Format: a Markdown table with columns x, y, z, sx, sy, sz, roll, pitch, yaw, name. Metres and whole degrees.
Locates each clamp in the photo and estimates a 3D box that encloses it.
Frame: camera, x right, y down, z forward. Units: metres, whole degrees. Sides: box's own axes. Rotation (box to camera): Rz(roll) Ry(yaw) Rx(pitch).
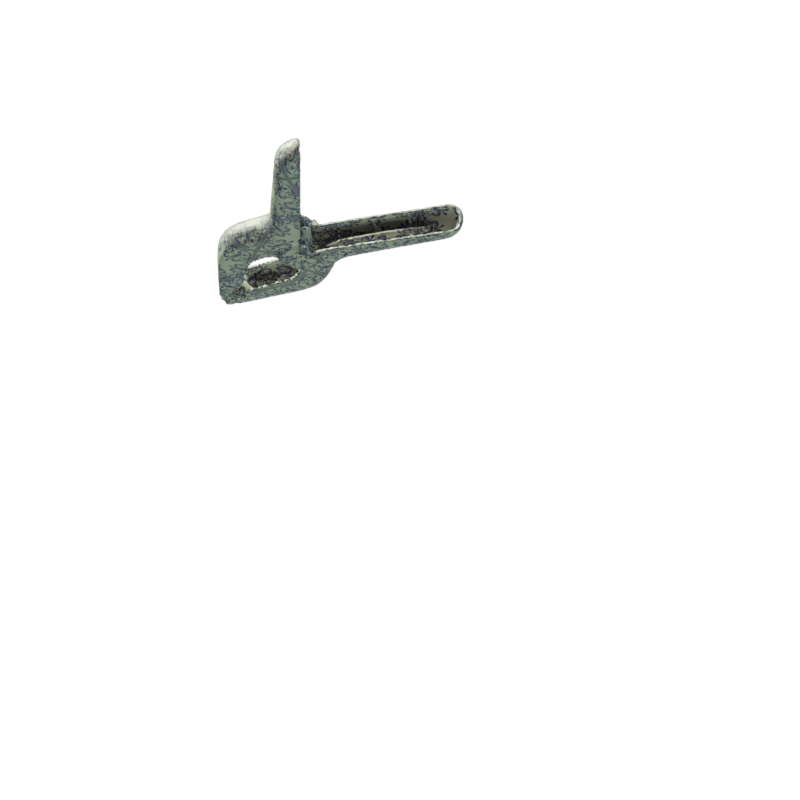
| x | y | z | sx | sy | sz | roll | pitch | yaw | name |
| --- | --- | --- | --- | --- | --- | --- | --- | --- | --- |
| -0.067 | -0.122 | 0.852 | 0.157 | 0.039 | 0.208 | 15 | -28 | -30 | clamp |
